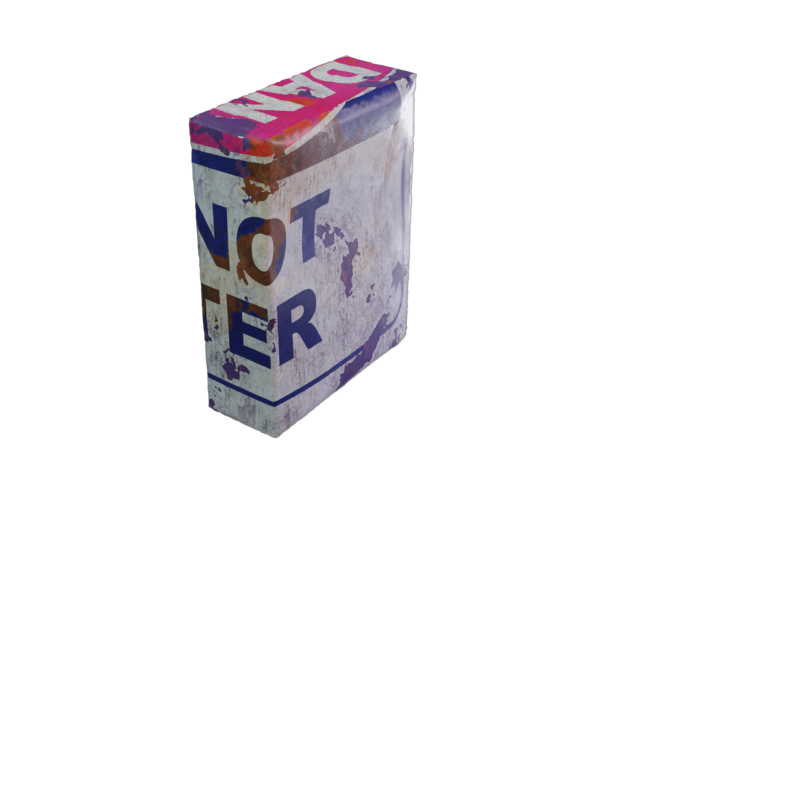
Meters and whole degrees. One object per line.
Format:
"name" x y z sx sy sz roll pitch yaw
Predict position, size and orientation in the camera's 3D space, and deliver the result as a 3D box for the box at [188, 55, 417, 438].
"box" -0.059 -0.108 0.755 0.076 0.201 0.165 20 35 28
